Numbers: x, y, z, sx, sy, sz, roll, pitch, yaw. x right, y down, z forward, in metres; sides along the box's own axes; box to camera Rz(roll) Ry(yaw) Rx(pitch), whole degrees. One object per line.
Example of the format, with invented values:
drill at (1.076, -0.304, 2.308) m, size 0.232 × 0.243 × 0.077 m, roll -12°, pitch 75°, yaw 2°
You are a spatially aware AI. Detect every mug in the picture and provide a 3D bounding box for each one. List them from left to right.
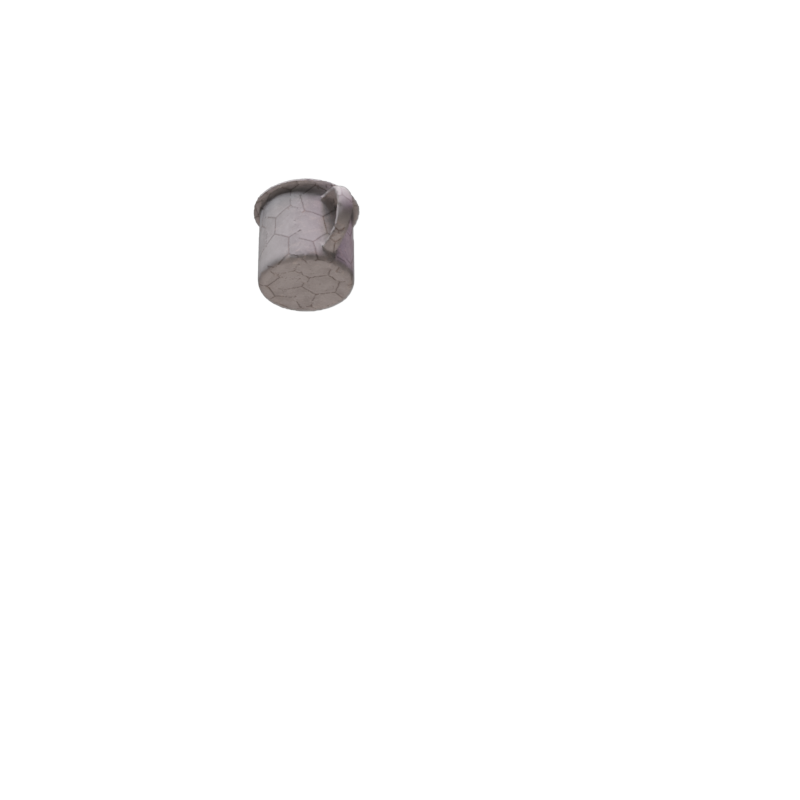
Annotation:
mug at (-0.074, -0.134, 0.940) m, size 0.089 × 0.087 × 0.115 m, roll 19°, pitch -37°, yaw -28°
